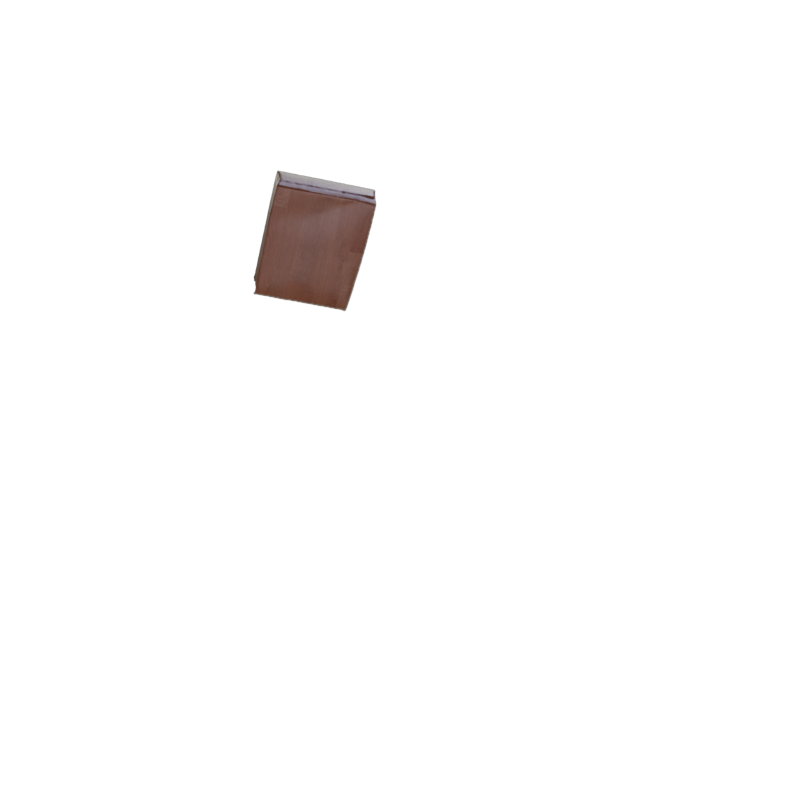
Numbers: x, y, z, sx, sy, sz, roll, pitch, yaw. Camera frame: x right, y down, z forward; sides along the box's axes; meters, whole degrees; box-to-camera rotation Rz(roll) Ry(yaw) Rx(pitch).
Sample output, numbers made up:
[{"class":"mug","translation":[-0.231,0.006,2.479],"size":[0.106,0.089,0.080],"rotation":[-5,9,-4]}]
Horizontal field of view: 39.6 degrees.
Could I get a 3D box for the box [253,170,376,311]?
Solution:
[{"class":"box","translation":[-0.077,-0.140,0.984],"size":[0.089,0.108,0.041],"rotation":[12,26,-7]}]
